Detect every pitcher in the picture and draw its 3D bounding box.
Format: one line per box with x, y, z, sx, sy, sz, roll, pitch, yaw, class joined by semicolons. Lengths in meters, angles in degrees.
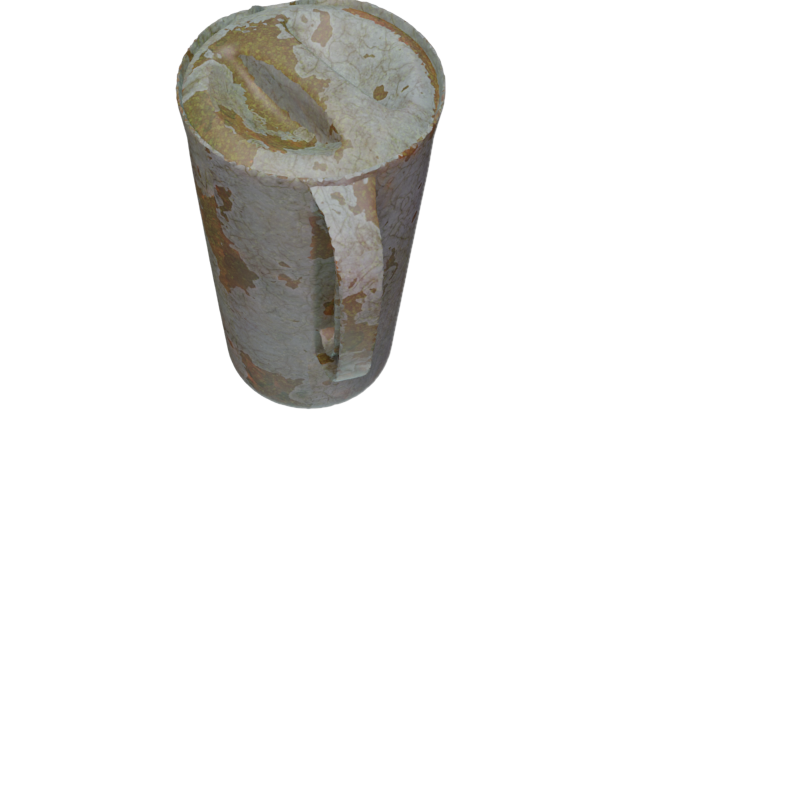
-0.049;-0.090;0.628;0.150;0.154;0.227;26;-32;14;pitcher
